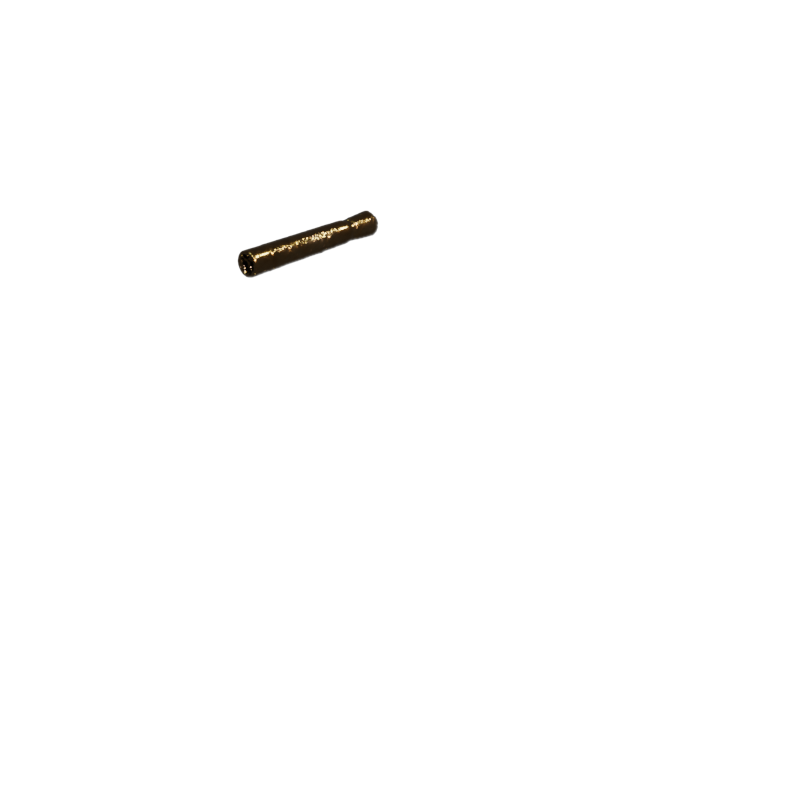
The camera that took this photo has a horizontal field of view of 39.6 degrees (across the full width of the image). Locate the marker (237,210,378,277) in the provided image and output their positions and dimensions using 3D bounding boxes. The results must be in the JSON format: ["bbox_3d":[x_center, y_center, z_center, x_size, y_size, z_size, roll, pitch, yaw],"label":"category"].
[{"bbox_3d":[-0.060,-0.109,0.763,0.021,0.019,0.120,4,23,45],"label":"marker"}]
